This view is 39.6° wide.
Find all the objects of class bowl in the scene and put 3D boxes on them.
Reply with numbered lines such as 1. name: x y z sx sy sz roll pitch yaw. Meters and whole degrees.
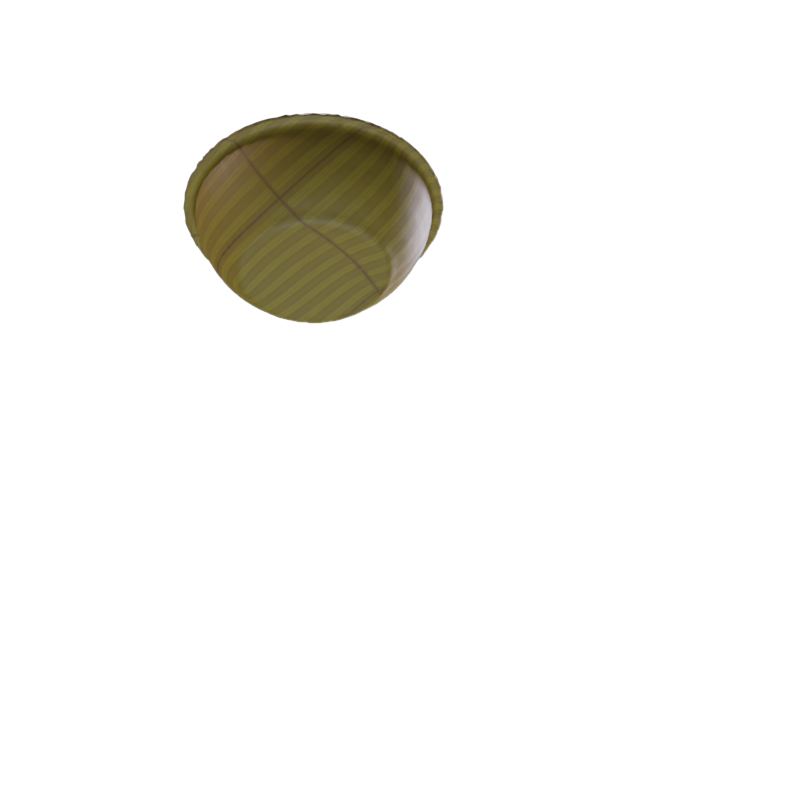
1. bowl: -0.053 -0.096 0.674 0.162 0.059 0.151 1 -40 -1
